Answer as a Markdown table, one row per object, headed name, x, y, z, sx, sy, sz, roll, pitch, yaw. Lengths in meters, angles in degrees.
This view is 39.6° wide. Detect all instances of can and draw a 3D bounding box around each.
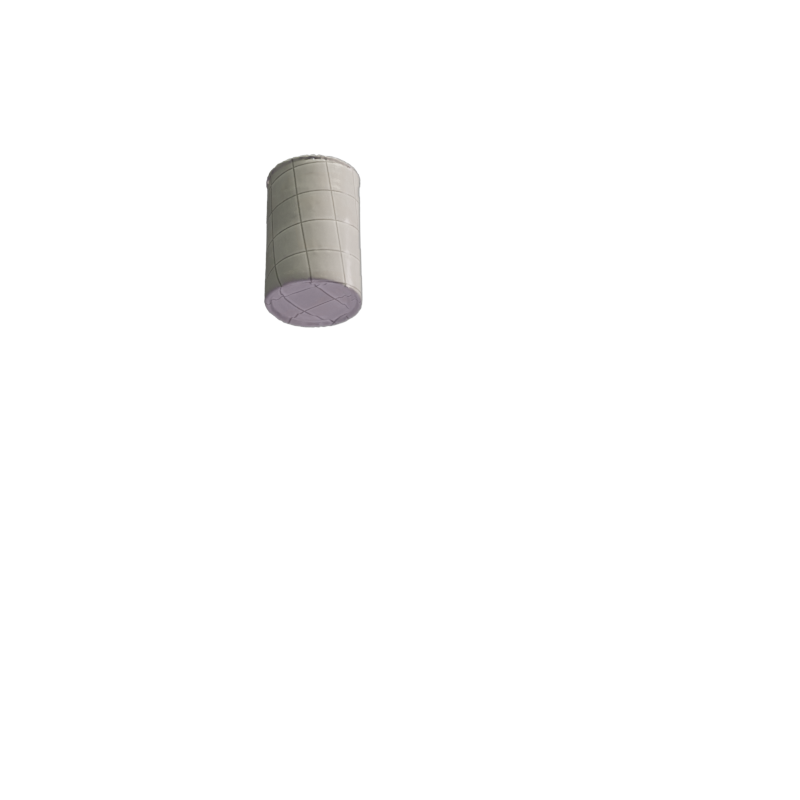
| name | x | y | z | sx | sy | sz | roll | pitch | yaw |
| --- | --- | --- | --- | --- | --- | --- | --- | --- | --- |
| can | -0.060 | -0.110 | 0.772 | 0.068 | 0.109 | 0.064 | 0 | -29 | -2 |
